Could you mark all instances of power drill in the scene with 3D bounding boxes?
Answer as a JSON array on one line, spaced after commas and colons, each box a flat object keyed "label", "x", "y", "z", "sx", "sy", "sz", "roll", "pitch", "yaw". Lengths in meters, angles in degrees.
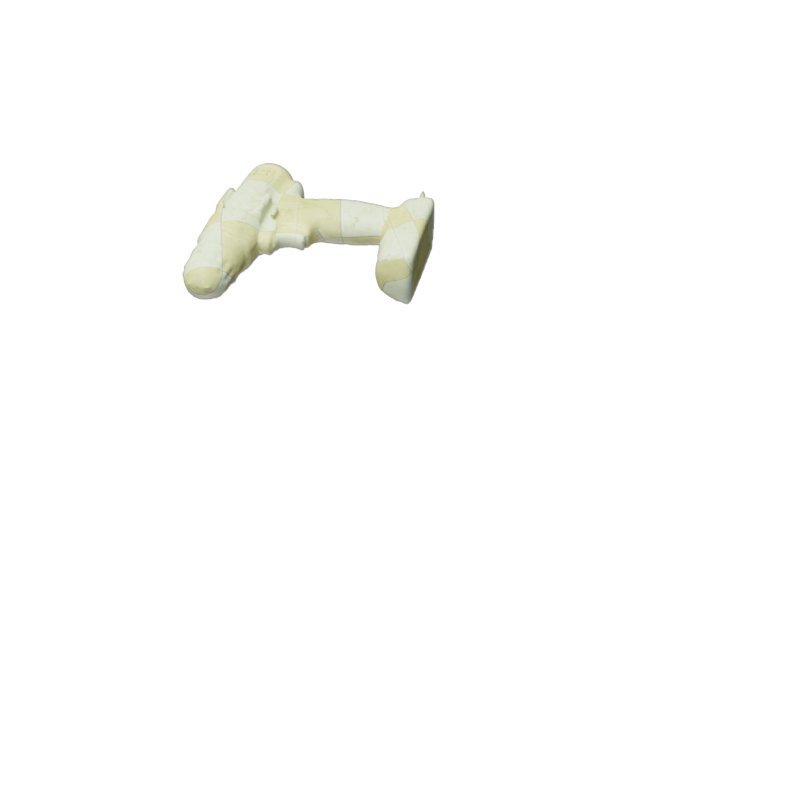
[{"label": "power drill", "x": -0.074, "y": -0.134, "z": 0.940, "sx": 0.192, "sy": 0.054, "sz": 0.193, "roll": 11, "pitch": 42, "yaw": 12}]
